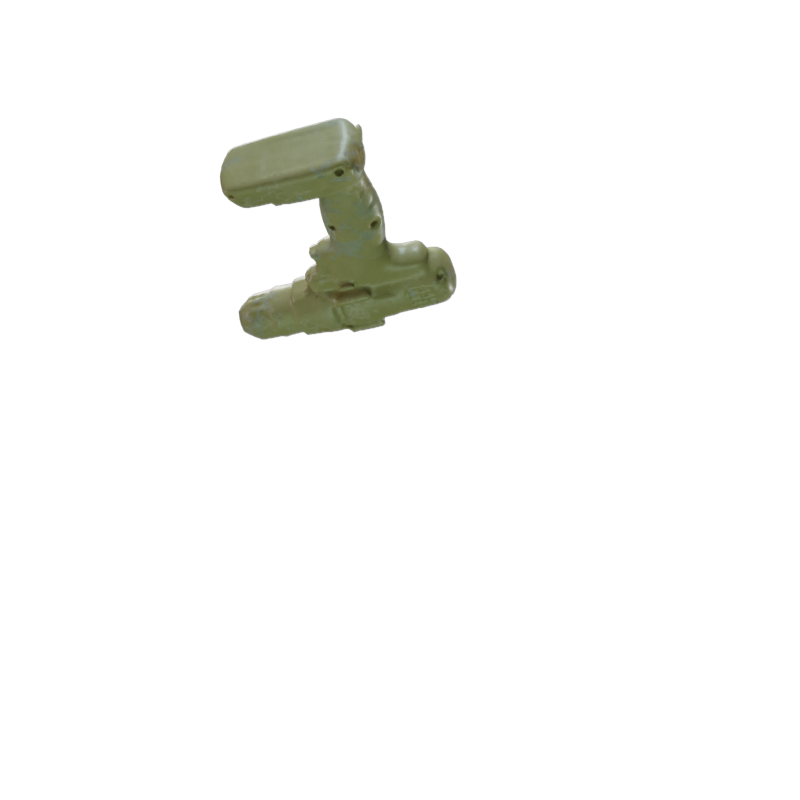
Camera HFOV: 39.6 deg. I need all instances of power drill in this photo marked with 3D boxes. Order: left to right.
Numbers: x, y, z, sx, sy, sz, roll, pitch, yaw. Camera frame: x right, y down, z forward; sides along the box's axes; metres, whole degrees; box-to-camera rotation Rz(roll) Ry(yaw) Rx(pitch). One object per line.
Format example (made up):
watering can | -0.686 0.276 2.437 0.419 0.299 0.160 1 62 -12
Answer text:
power drill | -0.067 -0.122 0.856 0.186 0.062 0.173 -13 -40 15
